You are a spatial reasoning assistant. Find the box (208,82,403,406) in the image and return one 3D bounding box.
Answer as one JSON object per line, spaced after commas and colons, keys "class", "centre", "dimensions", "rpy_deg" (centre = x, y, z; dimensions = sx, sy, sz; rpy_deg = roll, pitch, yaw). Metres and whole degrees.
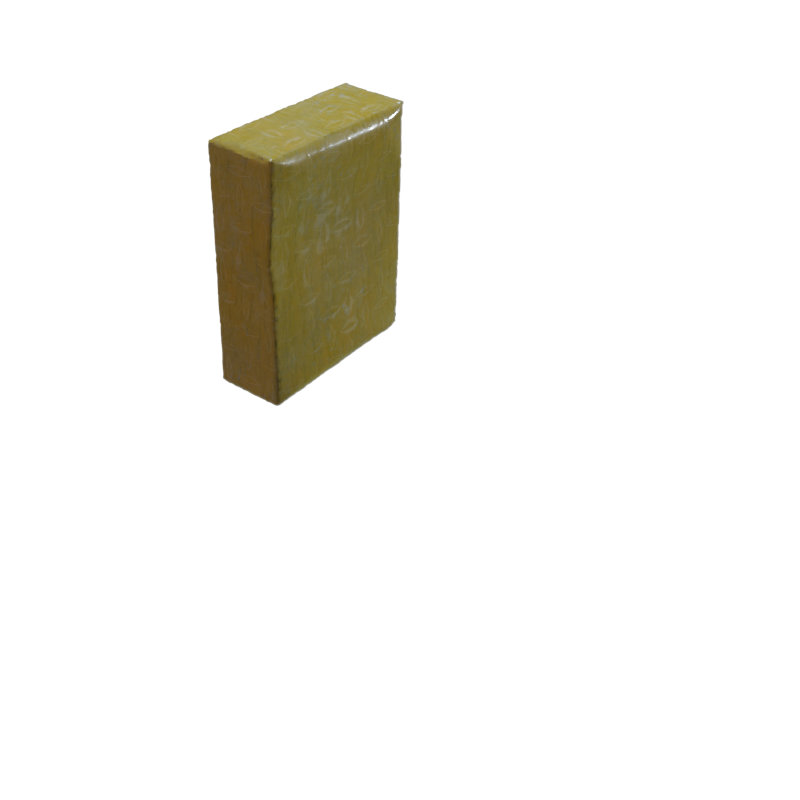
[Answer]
{"class": "box", "centre": [-0.070, -0.128, 0.895], "dimensions": [0.076, 0.201, 0.165], "rpy_deg": [22, 37, 30]}
